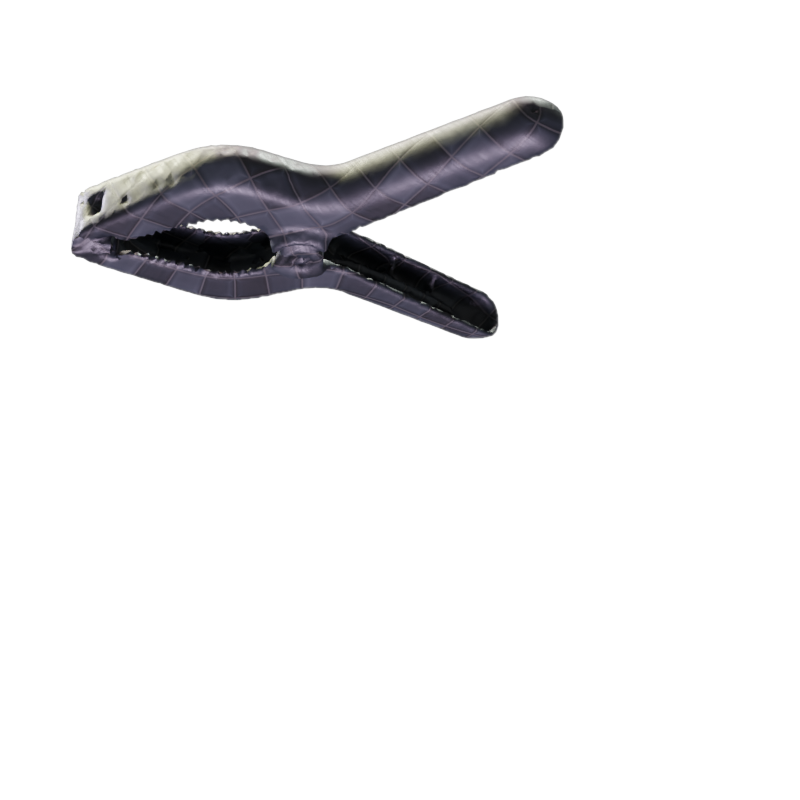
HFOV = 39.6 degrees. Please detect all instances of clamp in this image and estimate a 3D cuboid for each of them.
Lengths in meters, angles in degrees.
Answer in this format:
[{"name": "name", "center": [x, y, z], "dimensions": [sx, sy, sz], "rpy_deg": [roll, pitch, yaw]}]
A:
[{"name": "clamp", "center": [-0.039, -0.072, 0.503], "dimensions": [0.211, 0.039, 0.153], "rpy_deg": [-2, -30, 3]}]
